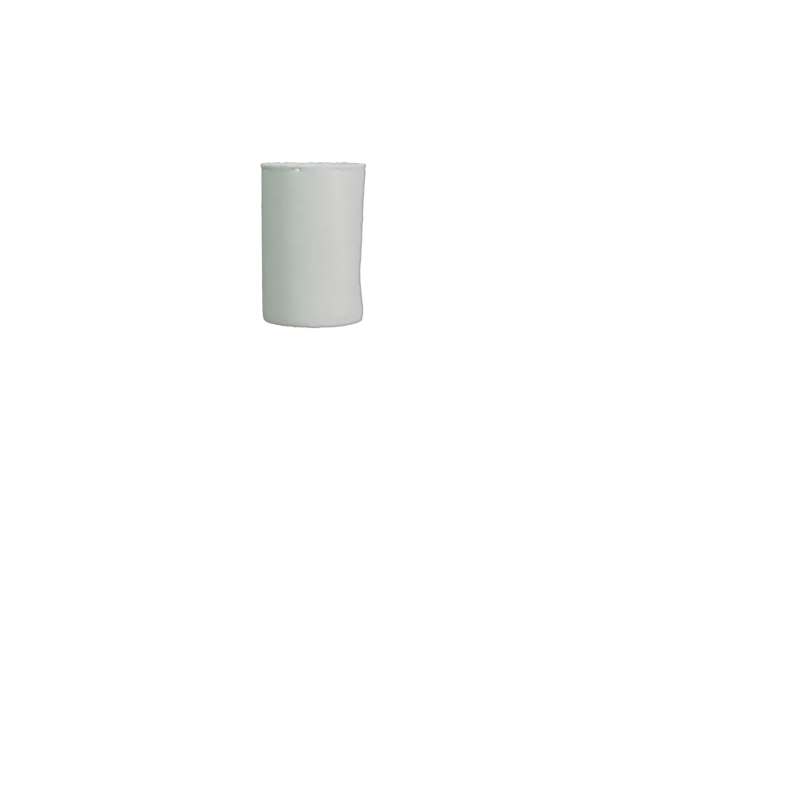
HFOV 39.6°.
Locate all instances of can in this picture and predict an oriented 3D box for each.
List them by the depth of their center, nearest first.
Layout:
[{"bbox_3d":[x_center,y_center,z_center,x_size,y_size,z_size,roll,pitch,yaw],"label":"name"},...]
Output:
[{"bbox_3d":[-0.056,-0.103,0.718,0.068,0.101,0.070,0,8,-2],"label":"can"}]
